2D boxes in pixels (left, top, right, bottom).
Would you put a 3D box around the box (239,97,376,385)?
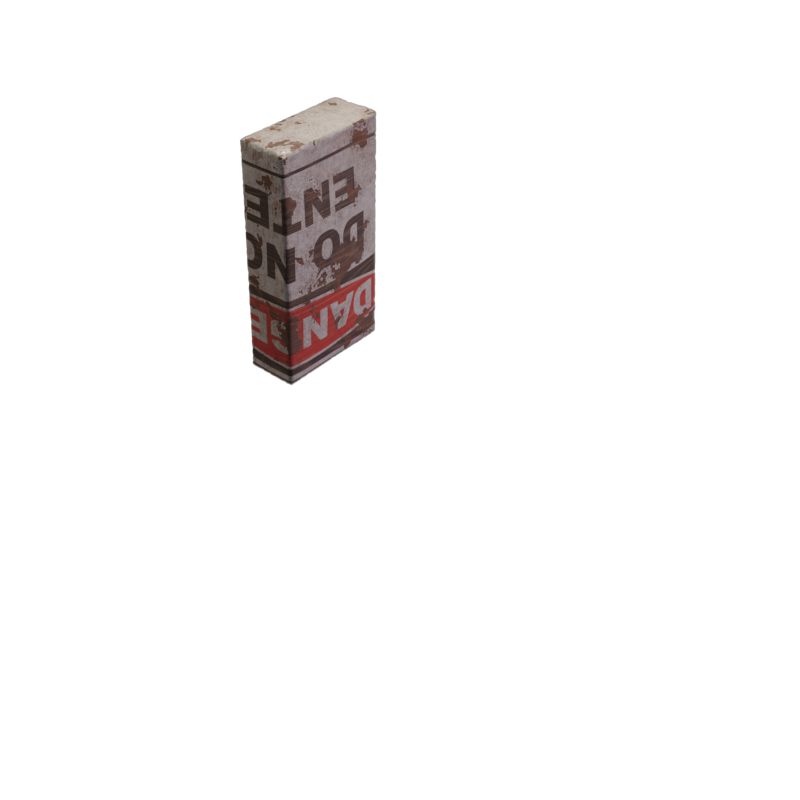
[{"bbox_3d":[-0.059,-0.108,0.755,0.051,0.165,0.094,27,42,30],"label":"box"}]
